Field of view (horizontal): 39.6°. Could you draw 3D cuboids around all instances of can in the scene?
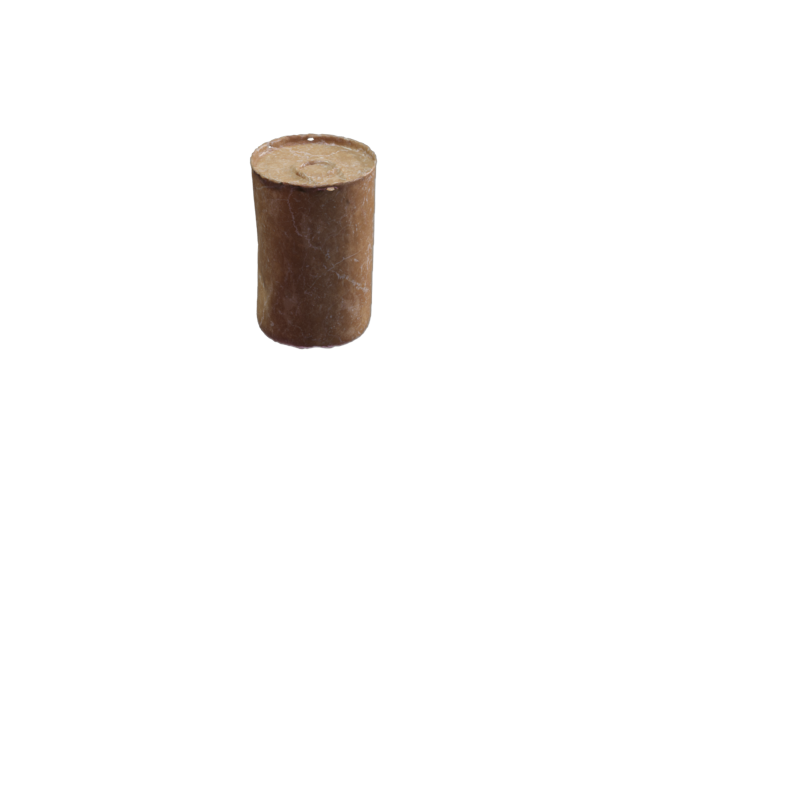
[{"bbox_3d":[-0.048,-0.088,0.614,0.068,0.096,0.073,0,31,-3],"label":"can"}]
